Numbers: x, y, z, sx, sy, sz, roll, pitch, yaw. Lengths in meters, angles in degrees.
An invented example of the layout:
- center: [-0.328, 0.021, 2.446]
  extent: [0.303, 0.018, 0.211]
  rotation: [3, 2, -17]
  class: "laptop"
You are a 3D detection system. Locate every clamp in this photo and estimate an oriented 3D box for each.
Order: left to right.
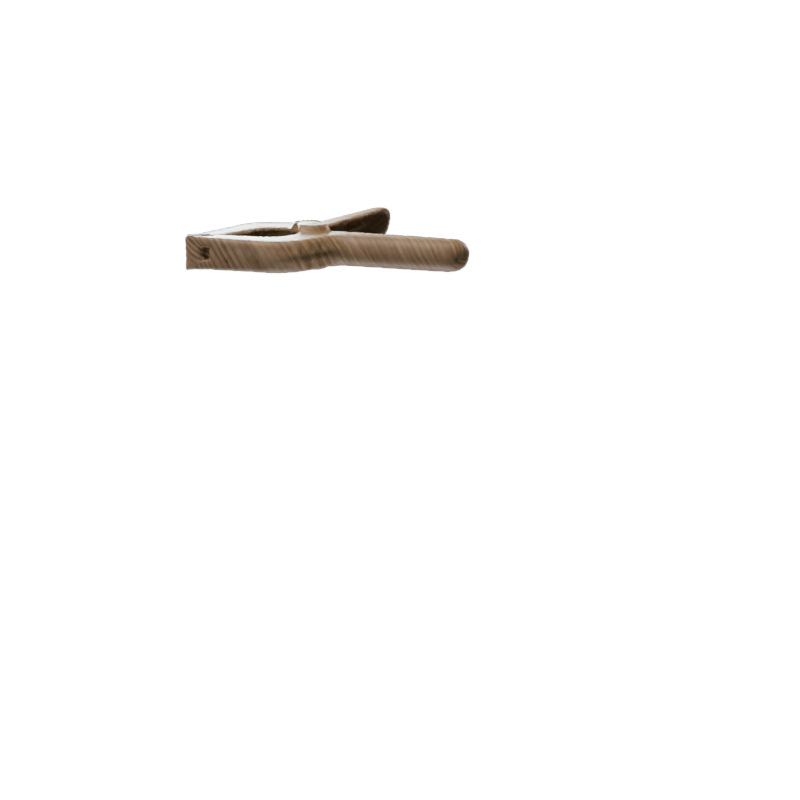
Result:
- center: [-0.070, -0.127, 0.893]
  extent: [0.207, 0.035, 0.173]
  rotation: [-5, 19, -14]
  class: "clamp"
